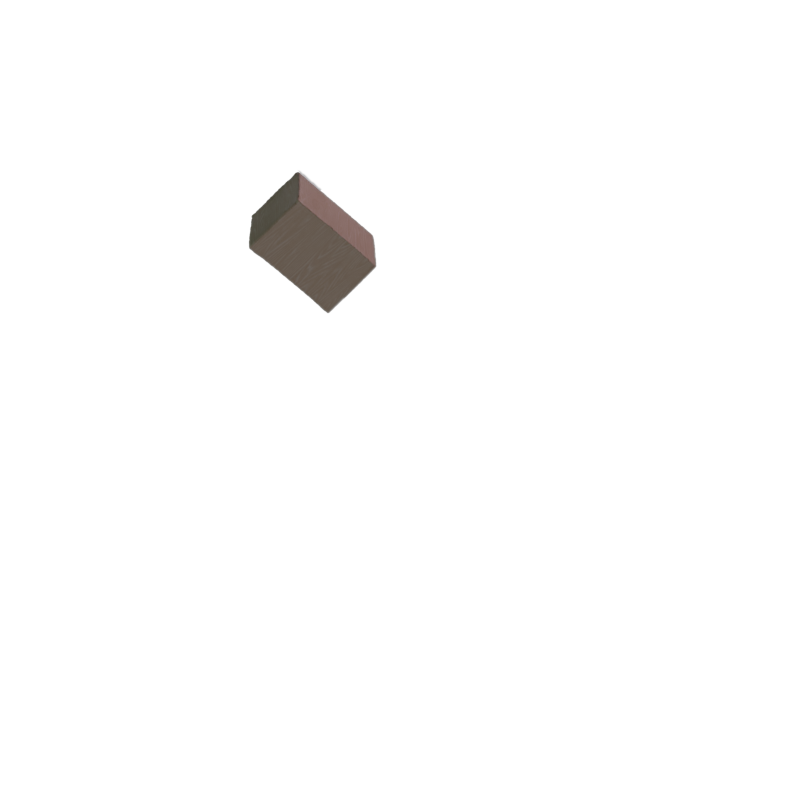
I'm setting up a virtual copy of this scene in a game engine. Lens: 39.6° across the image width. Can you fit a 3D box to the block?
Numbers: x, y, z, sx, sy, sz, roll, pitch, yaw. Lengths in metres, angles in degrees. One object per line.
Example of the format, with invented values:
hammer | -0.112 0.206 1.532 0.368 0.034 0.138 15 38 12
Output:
block | -0.062 -0.113 0.790 0.074 0.052 0.054 40 21 -21
